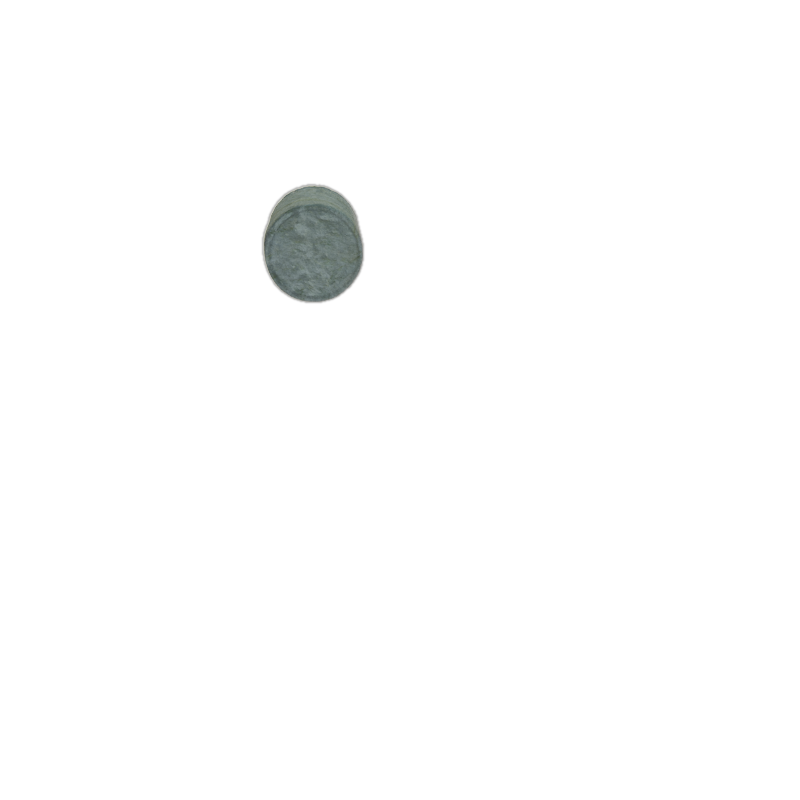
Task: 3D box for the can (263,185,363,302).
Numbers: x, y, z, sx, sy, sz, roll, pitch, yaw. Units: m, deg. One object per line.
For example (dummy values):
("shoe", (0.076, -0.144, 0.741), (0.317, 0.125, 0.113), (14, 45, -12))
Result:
("can", (-0.061, -0.111, 0.776), (0.068, 0.067, 0.106), (0, 15, -3))
